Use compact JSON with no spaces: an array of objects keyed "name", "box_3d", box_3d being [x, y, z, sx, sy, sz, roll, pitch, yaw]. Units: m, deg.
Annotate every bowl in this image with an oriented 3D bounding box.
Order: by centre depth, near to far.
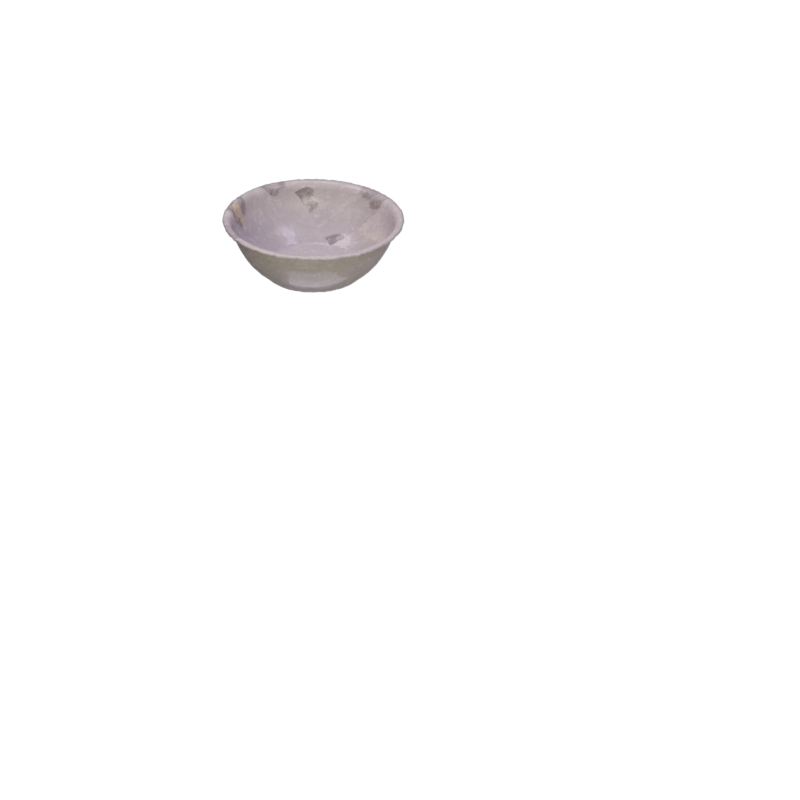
[{"name":"bowl","box_3d":[-0.078,-0.143,0.998,0.162,0.052,0.173,-1,34,-2]}]
